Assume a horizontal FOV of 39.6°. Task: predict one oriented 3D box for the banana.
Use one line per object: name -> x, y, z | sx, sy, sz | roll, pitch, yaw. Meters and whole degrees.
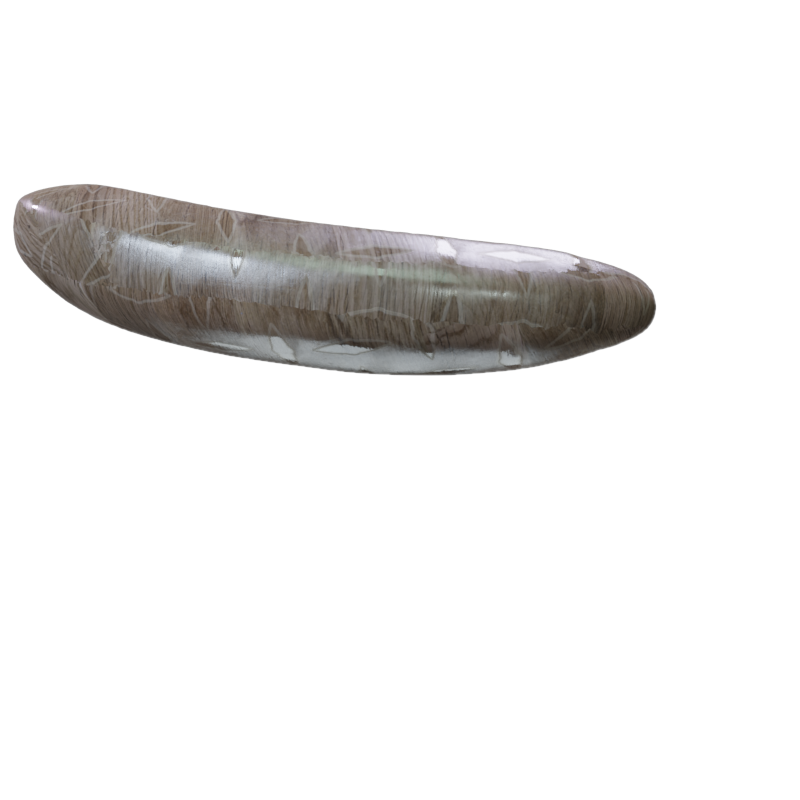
banana -> -0.035, -0.037, 0.304 | 0.205, 0.035, 0.071 | 14, 33, 21
